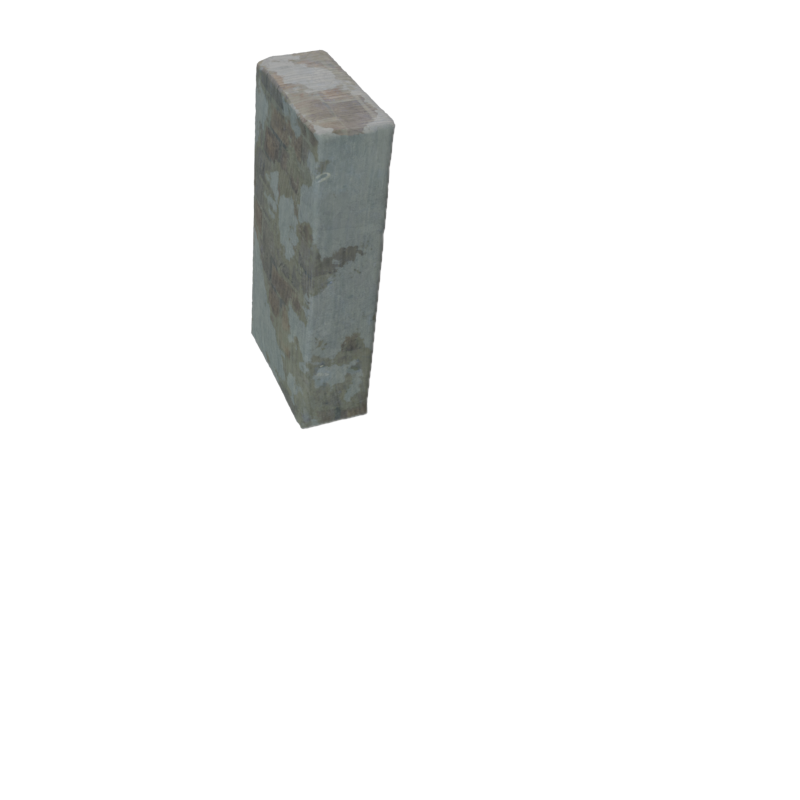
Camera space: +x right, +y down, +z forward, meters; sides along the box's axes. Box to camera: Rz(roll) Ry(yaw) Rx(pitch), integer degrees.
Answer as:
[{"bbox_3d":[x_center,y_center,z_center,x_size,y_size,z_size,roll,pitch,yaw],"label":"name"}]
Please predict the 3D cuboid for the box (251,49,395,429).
[{"bbox_3d":[-0.046,-0.083,0.578,0.047,0.165,0.101,-12,38,-20],"label":"box"}]
